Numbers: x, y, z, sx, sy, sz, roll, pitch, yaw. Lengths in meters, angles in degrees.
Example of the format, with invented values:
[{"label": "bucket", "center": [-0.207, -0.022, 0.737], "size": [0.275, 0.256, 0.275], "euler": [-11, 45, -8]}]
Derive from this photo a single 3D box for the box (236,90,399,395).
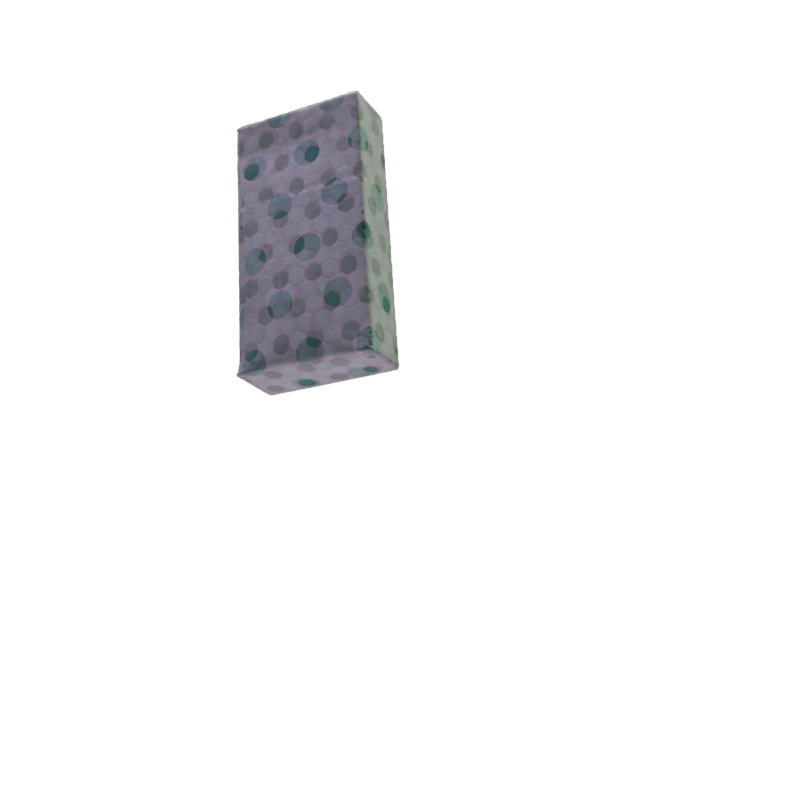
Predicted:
[{"label": "box", "center": [-0.054, -0.099, 0.694], "size": [0.095, 0.187, 0.045], "euler": [-13, -28, 23]}]
